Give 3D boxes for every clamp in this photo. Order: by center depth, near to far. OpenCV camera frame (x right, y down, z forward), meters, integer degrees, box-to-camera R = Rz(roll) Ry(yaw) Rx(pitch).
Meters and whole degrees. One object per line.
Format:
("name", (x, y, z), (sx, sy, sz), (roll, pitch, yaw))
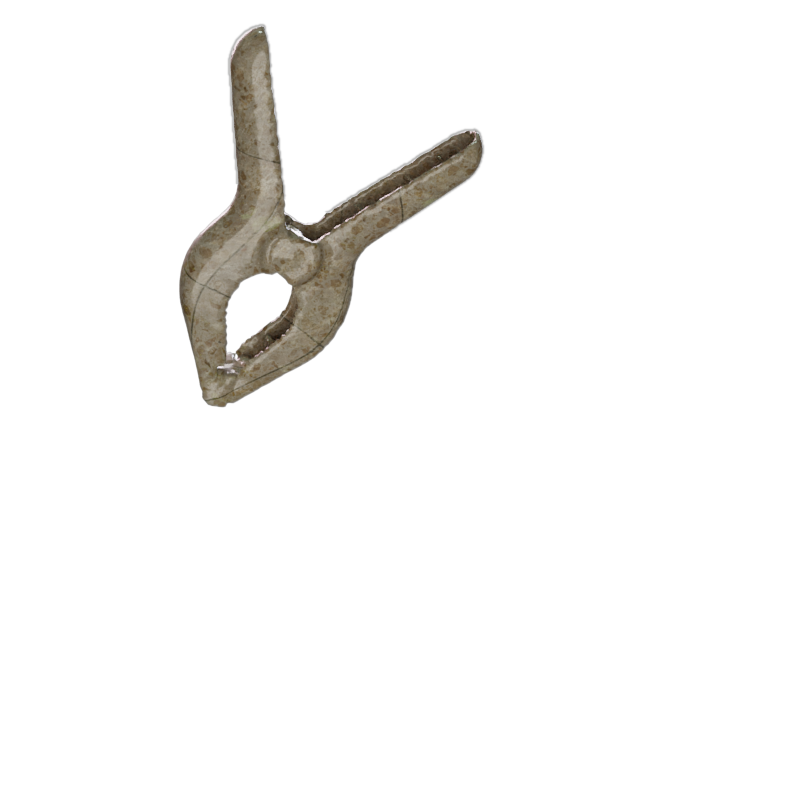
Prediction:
("clamp", (-0.039, -0.072, 0.503), (0.118, 0.166, 0.041), (18, 19, -7))
